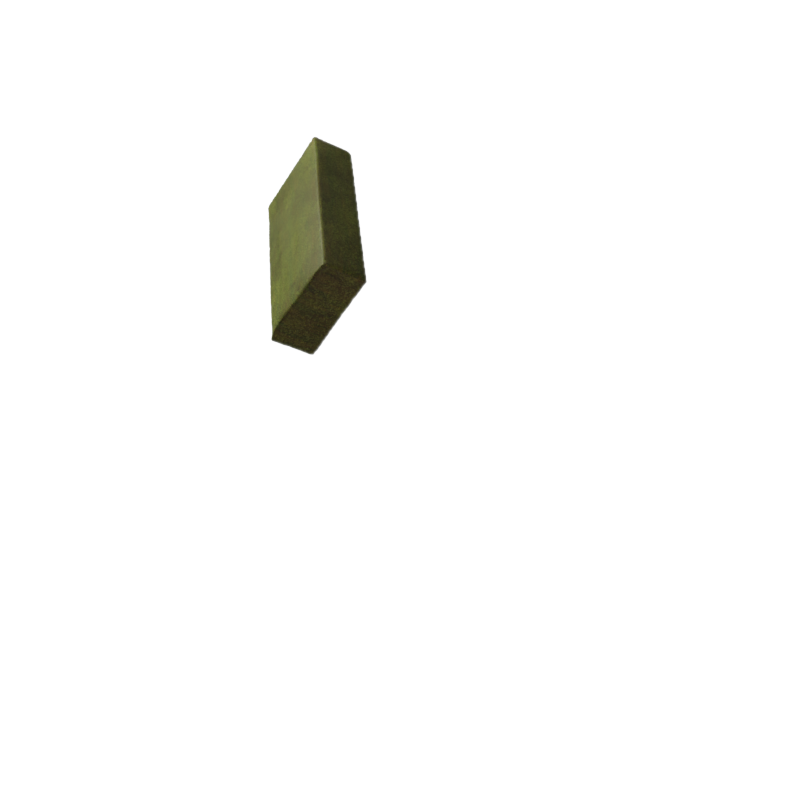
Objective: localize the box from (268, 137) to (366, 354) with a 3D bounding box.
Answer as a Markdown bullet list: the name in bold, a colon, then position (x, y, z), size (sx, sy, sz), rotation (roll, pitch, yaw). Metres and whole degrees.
- **box**: position (-0.073, -0.134, 0.935), size (0.046, 0.189, 0.090), rotation (22, -52, -23)
